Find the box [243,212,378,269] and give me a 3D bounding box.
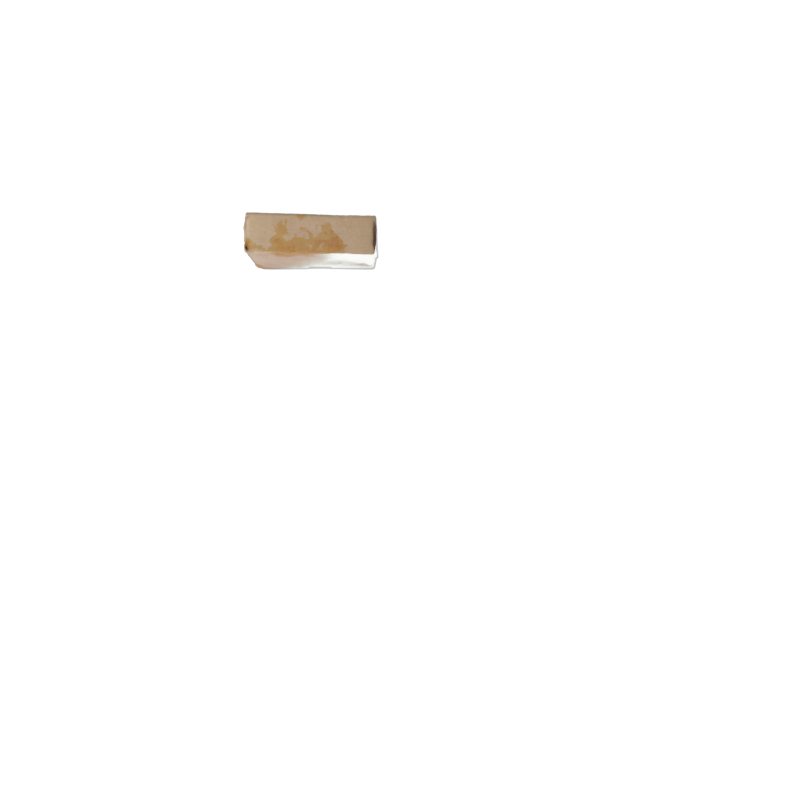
[{"bbox_3d":[-0.076,-0.138,0.966,0.114,0.040,0.088,0,-4,1],"label":"box"}]
